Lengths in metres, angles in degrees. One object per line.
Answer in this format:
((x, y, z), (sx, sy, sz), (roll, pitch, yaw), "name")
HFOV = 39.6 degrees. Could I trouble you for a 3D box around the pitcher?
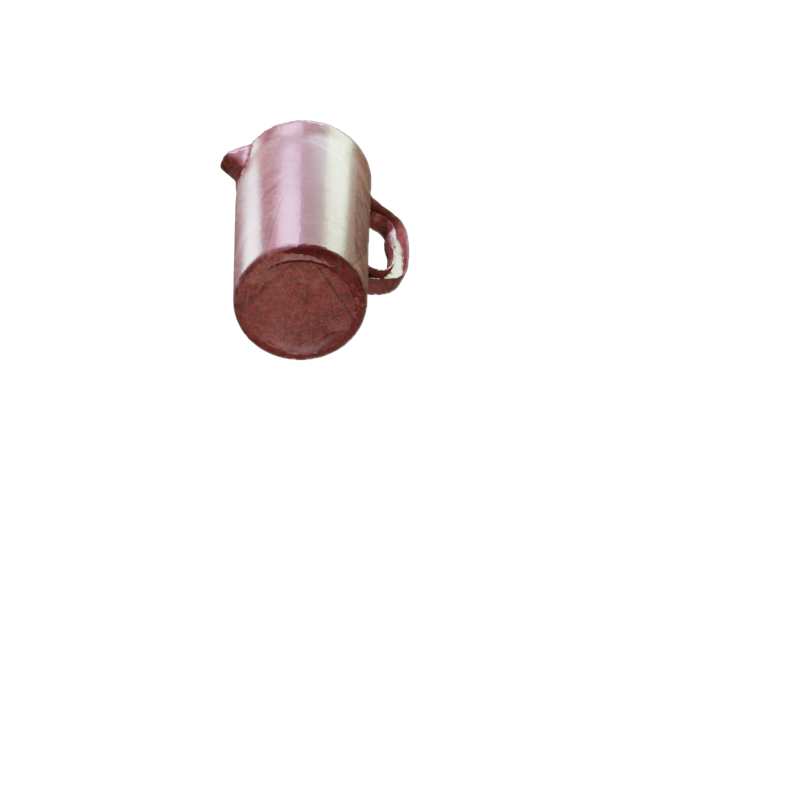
((-0.077, -0.141, 0.984), (0.150, 0.135, 0.259), (-17, 33, 8), "pitcher")
